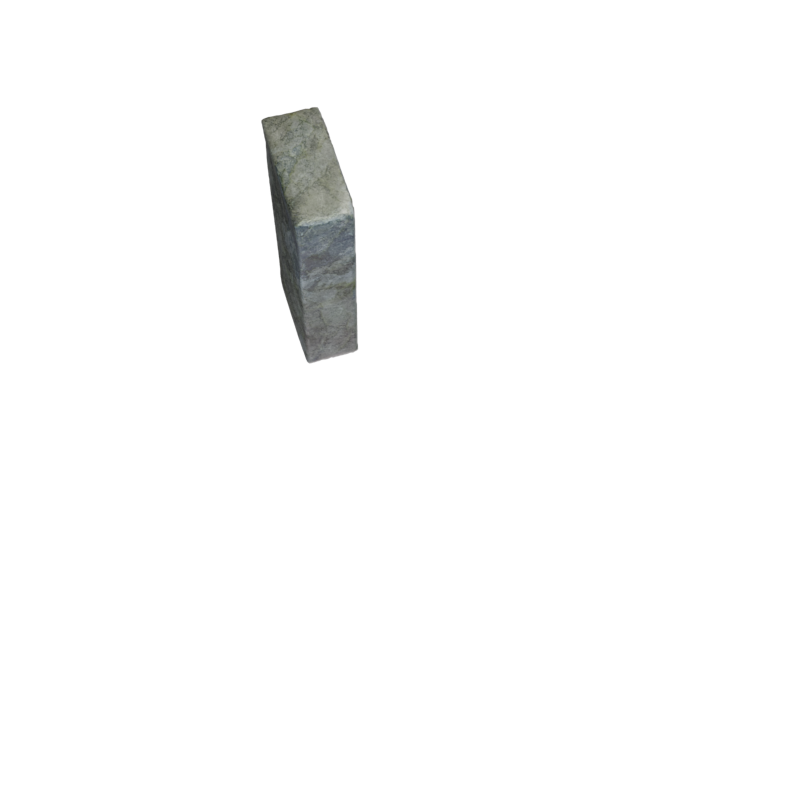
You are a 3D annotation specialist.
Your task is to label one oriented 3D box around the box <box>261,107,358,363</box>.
[{"bbox_3d":[-0.060,-0.109,0.767,0.048,0.100,0.166,-13,-28,-11],"label":"box"}]
